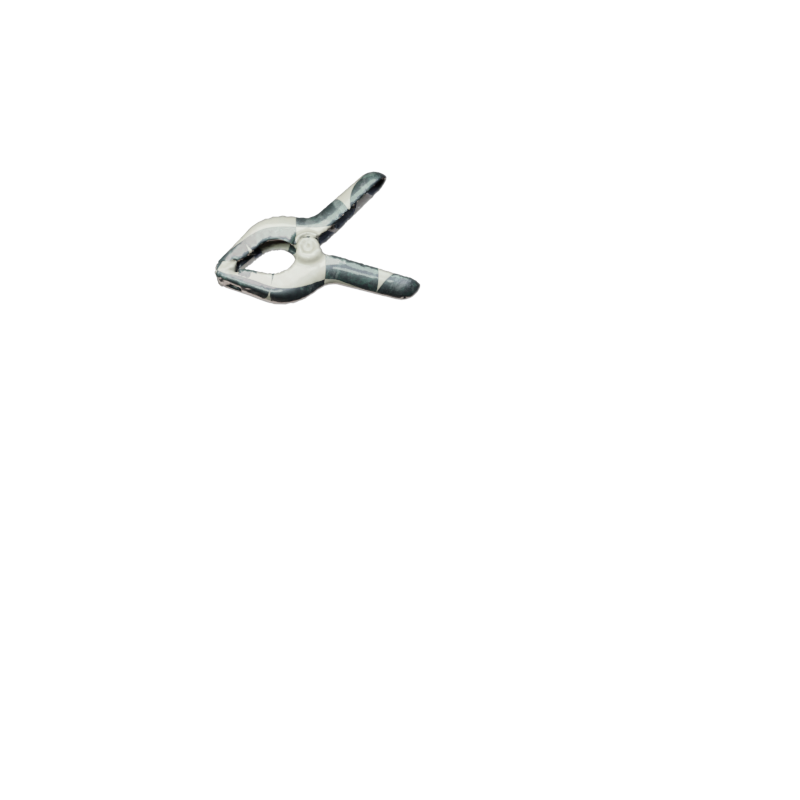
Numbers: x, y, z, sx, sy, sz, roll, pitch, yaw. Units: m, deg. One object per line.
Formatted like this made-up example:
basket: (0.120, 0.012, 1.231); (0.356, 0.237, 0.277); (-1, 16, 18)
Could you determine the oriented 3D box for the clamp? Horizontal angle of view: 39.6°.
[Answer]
clamp: (-0.075, -0.136, 0.955); (0.171, 0.128, 0.037); (-5, -28, -3)
